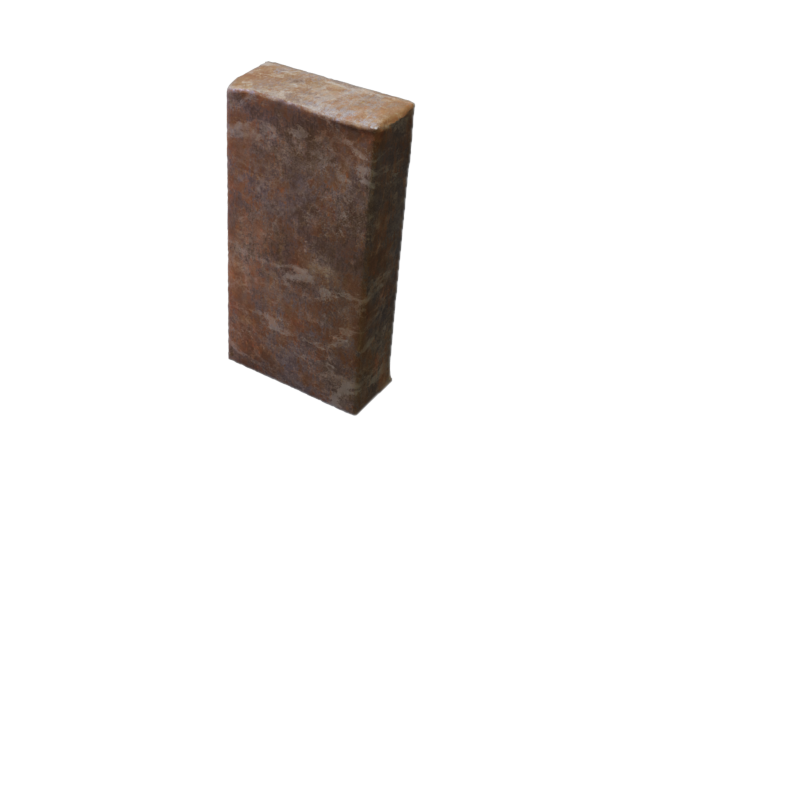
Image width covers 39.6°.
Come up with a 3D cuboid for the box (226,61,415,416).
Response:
[{"bbox_3d":[-0.047,-0.085,0.598,0.098,0.165,0.049,22,40,25],"label":"box"}]
